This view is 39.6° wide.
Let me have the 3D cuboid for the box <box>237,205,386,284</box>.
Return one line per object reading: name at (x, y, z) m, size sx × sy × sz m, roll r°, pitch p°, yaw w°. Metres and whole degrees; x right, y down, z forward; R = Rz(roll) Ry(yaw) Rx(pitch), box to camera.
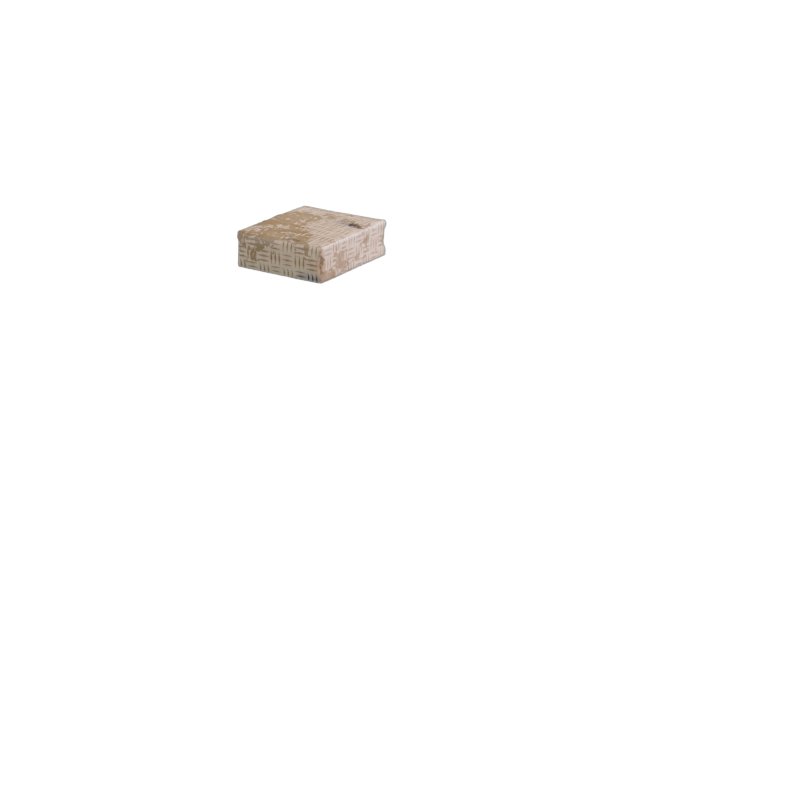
box at (-0.063, -0.114, 0.800) m, size 0.077 × 0.029 × 0.089 m, roll 14°, pitch 27°, yaw 29°
